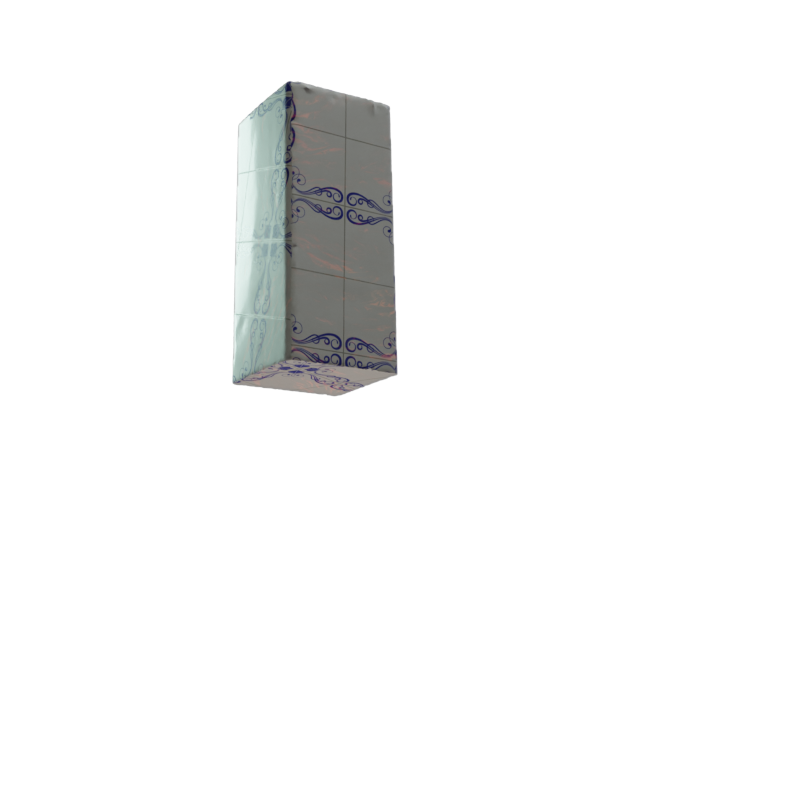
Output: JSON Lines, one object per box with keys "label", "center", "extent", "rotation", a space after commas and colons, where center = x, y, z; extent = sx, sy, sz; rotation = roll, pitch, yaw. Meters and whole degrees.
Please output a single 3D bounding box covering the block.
{"label": "block", "center": [-0.064, -0.117, 0.816], "extent": [0.087, 0.215, 0.090], "rotation": [10, -21, -30]}
